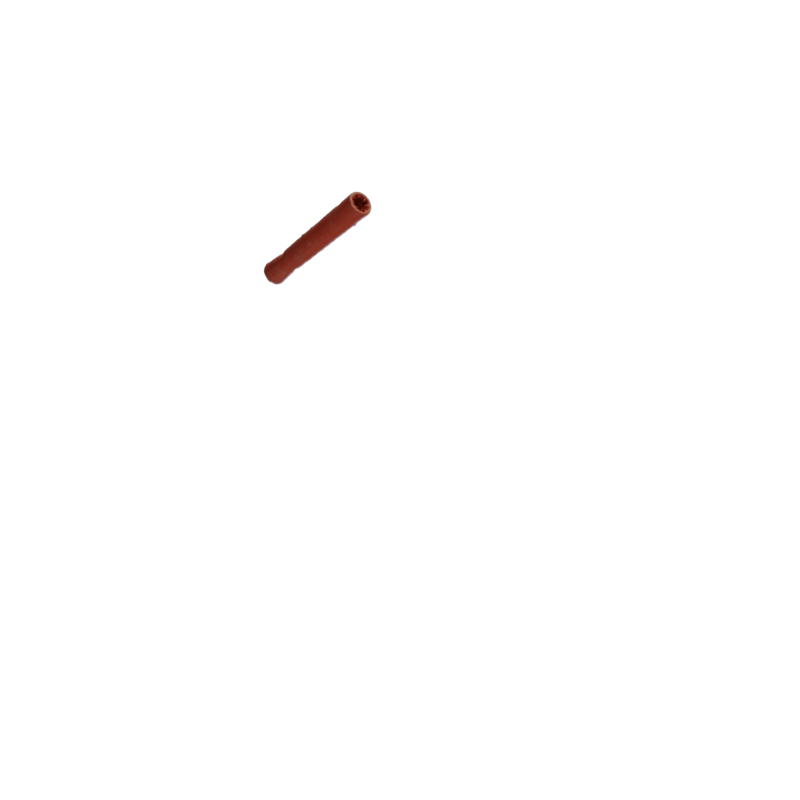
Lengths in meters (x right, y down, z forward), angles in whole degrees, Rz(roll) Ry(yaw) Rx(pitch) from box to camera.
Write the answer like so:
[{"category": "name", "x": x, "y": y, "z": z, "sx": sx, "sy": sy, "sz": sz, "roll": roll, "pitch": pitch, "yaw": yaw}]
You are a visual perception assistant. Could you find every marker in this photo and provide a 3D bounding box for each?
[{"category": "marker", "x": -0.063, "y": -0.114, "z": 0.802, "sx": 0.019, "sy": 0.021, "sz": 0.120, "roll": -3, "pitch": -18, "yaw": -40}]
